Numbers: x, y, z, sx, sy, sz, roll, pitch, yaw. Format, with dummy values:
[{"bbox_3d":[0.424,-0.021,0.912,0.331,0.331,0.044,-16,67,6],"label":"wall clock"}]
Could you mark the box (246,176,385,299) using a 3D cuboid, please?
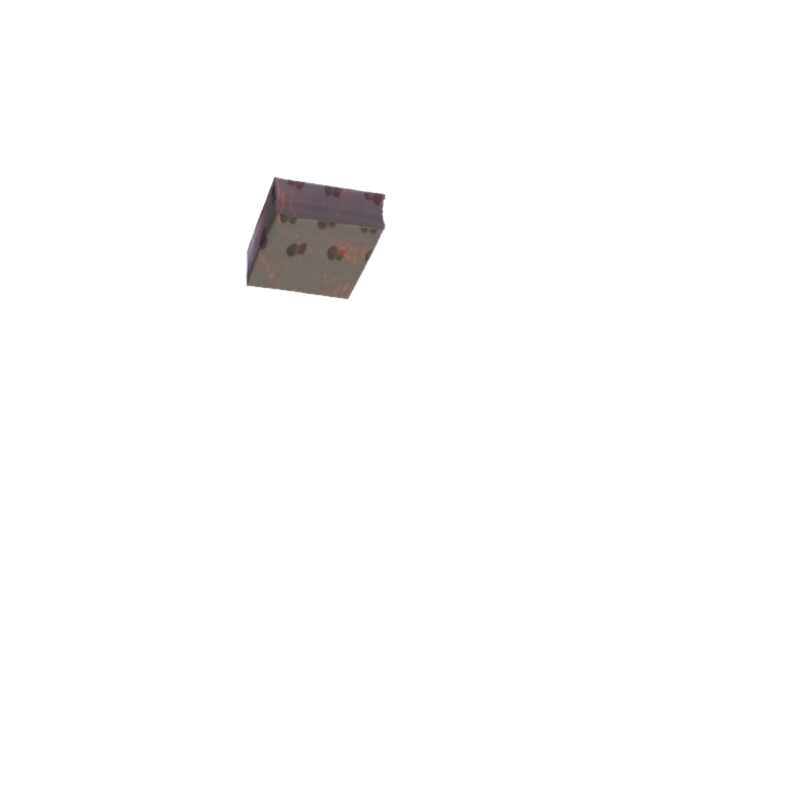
[{"bbox_3d":[-0.070,-0.127,0.887,0.088,0.041,0.109,7,-27,-15],"label":"box"}]
